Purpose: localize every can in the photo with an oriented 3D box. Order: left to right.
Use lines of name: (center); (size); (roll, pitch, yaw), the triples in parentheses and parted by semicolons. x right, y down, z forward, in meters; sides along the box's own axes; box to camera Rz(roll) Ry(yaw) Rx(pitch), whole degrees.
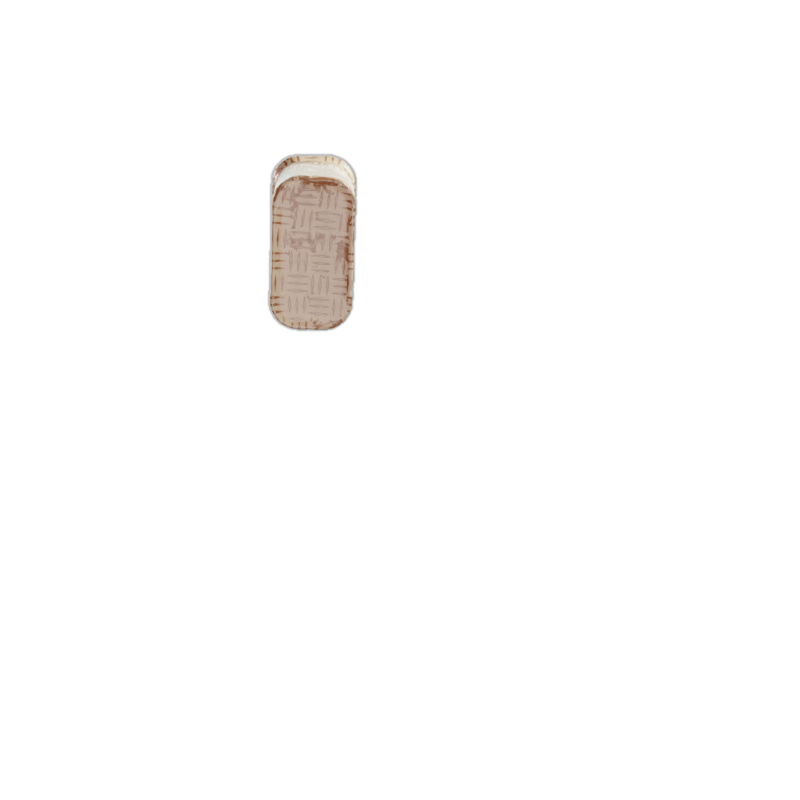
can: (-0.056, -0.102, 0.713); (0.057, 0.099, 0.087); (1, 15, -3)
